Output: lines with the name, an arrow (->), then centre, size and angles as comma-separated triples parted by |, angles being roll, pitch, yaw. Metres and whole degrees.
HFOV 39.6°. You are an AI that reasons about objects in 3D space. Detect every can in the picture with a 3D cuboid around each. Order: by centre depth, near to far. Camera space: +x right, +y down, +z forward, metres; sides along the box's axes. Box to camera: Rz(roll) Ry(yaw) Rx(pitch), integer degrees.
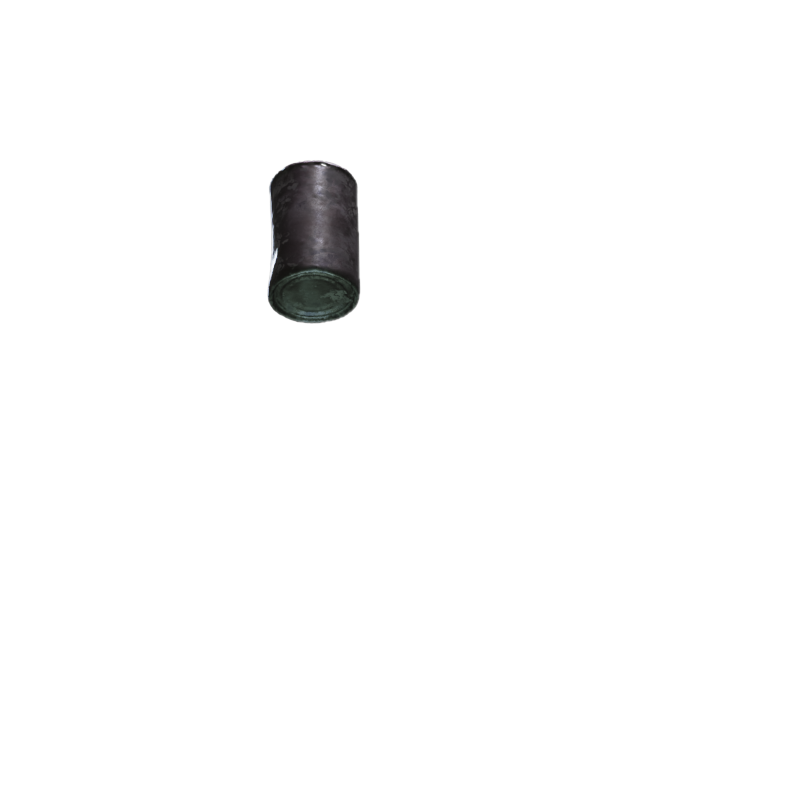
can -> -0.064, -0.116, 0.815 | 0.068, 0.109, 0.064 | -1, -34, -2
